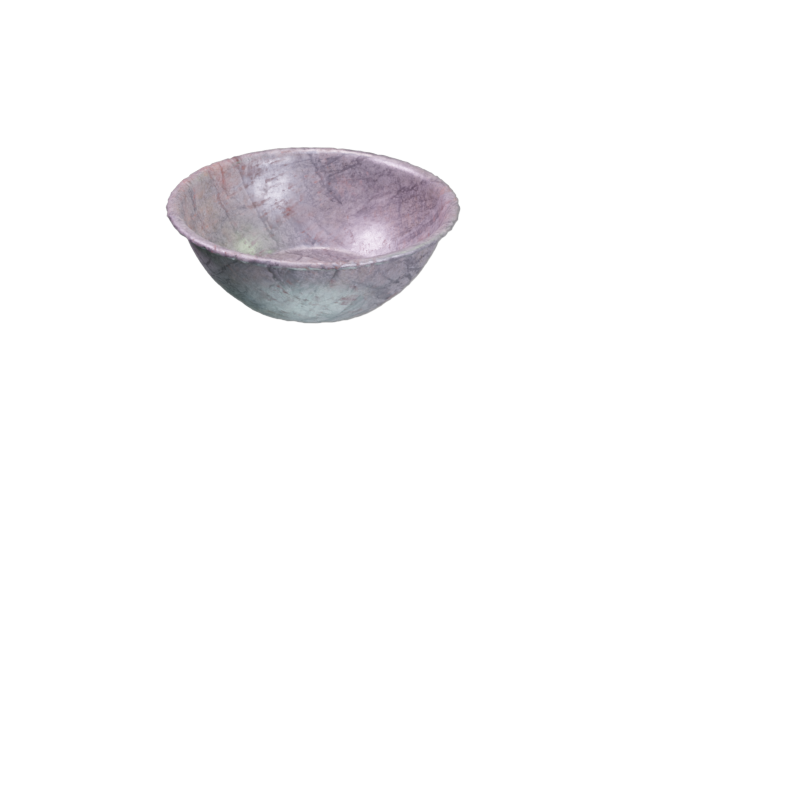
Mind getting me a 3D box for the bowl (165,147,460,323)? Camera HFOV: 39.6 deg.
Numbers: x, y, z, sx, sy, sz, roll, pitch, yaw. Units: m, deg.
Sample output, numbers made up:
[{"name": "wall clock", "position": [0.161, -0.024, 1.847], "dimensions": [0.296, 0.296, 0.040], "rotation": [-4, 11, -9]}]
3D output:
[{"name": "bowl", "position": [-0.049, -0.089, 0.624], "dimensions": [0.162, 0.052, 0.172], "rotation": [-1, 32, -2]}]
